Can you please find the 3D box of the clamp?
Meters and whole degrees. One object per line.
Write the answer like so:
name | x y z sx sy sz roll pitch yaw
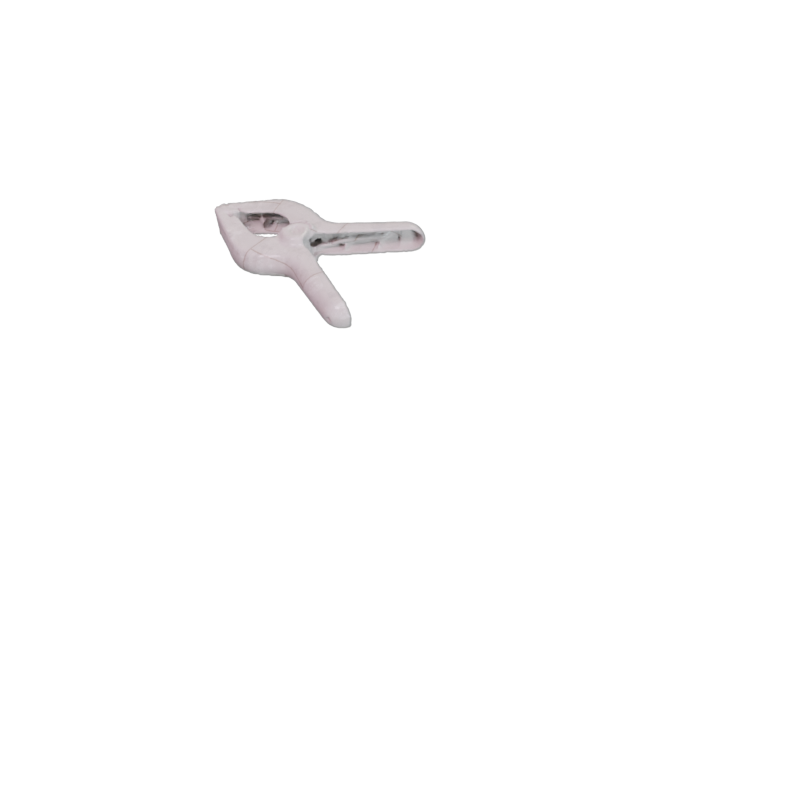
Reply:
clamp | -0.069 -0.126 0.883 0.182 0.037 0.121 31 49 31
